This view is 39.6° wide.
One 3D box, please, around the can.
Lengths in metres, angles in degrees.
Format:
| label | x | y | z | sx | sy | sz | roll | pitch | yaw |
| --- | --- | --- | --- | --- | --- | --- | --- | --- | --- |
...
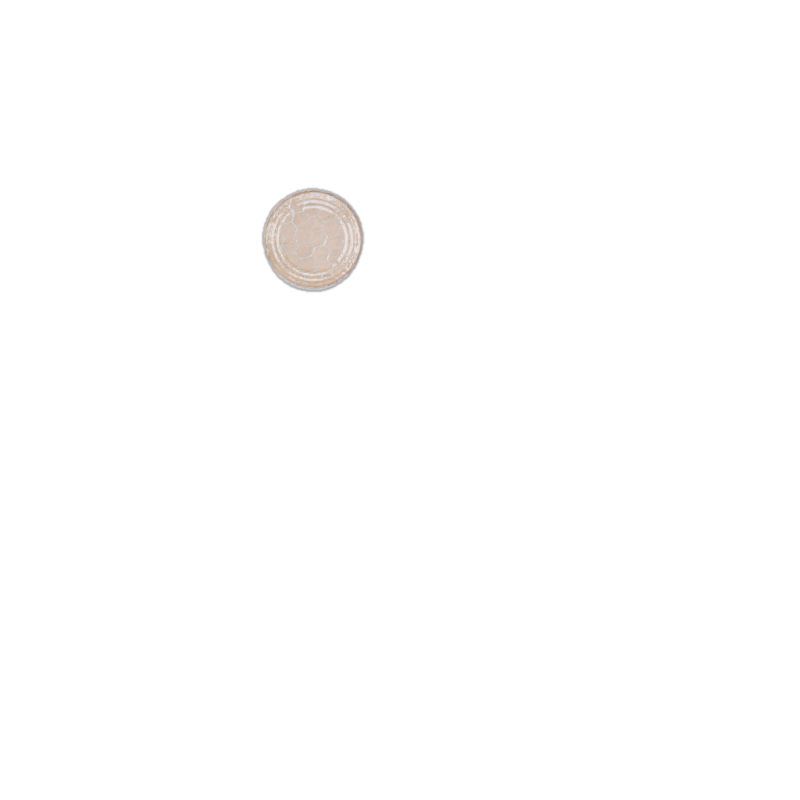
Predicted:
| label | x | y | z | sx | sy | sz | roll | pitch | yaw |
| --- | --- | --- | --- | --- | --- | --- | --- | --- | --- |
| can | -0.075 | -0.137 | 0.963 | 0.086 | 0.088 | 0.033 | 0 | -8 | -1 |
